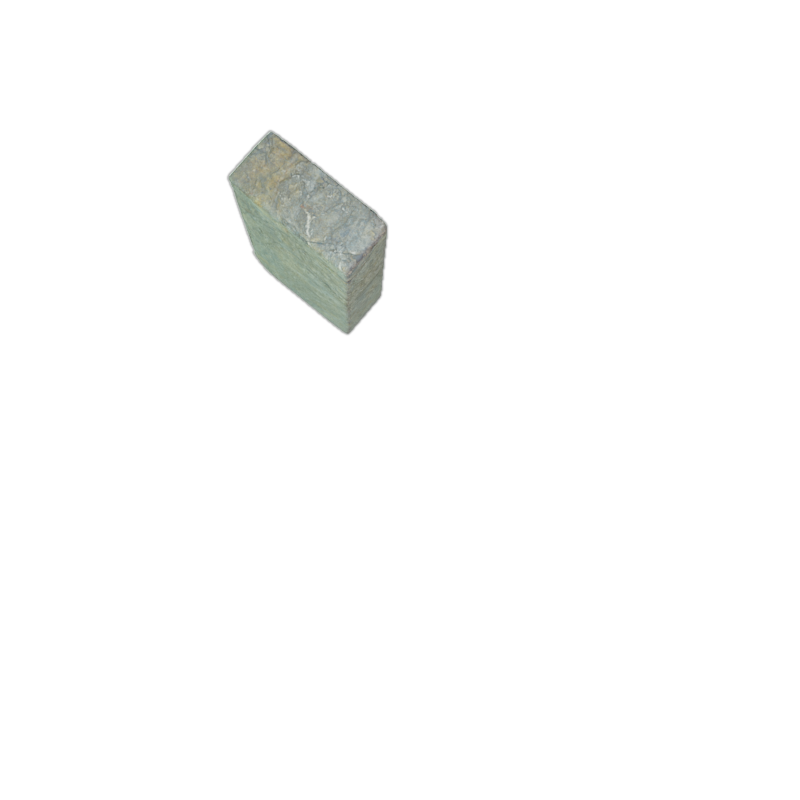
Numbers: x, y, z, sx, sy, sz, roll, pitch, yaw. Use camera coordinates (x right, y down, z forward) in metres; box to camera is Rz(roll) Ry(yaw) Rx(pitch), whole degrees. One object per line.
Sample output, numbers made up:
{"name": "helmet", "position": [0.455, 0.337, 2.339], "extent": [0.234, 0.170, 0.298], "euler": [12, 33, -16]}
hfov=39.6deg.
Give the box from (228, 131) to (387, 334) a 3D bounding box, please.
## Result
{"name": "box", "position": [-0.056, -0.102, 0.714], "extent": [0.095, 0.048, 0.171], "euler": [40, -10, 5]}
